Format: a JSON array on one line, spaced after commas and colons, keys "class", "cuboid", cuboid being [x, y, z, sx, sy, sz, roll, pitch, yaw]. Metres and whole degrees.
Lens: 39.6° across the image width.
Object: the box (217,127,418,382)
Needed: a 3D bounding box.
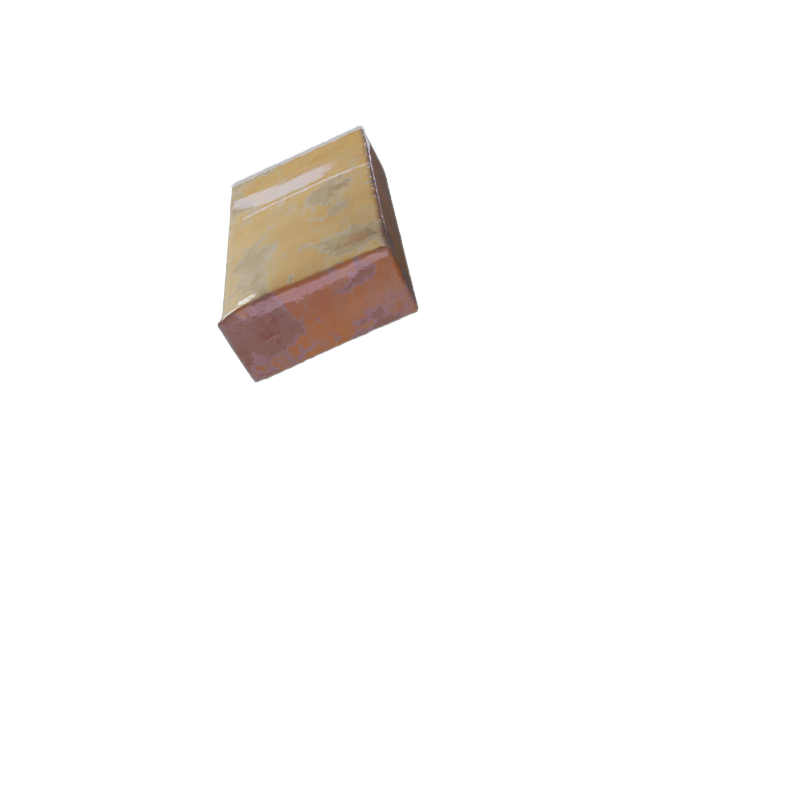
[{"class": "box", "cuboid": [-0.048, -0.087, 0.612, 0.093, 0.045, 0.187, -23, 28, 9]}]
